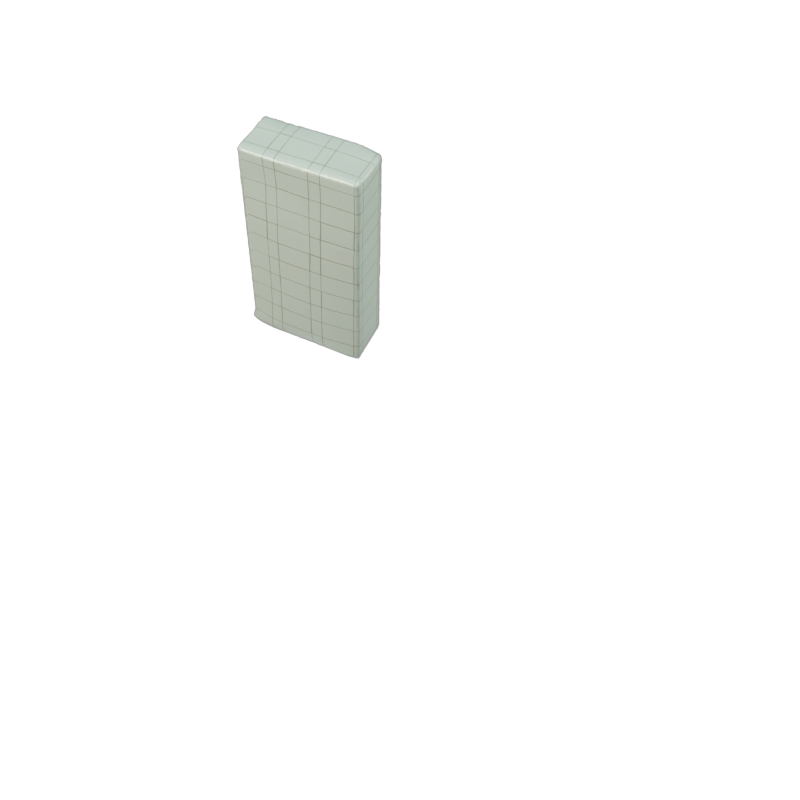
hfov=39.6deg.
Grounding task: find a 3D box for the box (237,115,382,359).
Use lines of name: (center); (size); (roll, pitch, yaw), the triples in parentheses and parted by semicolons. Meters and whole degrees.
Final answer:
box: (-0.062, -0.113, 0.793); (0.097, 0.164, 0.050); (22, 50, 16)
